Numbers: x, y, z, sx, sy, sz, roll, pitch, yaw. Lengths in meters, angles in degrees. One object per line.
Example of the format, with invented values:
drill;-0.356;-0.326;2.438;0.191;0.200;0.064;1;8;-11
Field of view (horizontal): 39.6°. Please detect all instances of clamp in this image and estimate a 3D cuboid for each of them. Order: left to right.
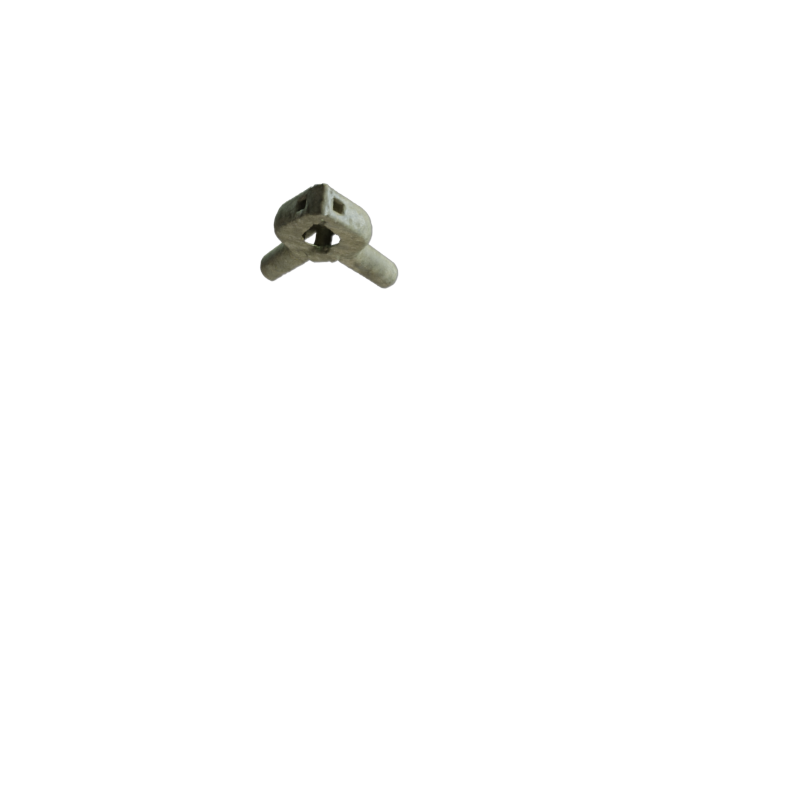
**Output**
clamp;-0.072;-0.131;0.916;0.121;0.041;0.161;-3;-19;9
